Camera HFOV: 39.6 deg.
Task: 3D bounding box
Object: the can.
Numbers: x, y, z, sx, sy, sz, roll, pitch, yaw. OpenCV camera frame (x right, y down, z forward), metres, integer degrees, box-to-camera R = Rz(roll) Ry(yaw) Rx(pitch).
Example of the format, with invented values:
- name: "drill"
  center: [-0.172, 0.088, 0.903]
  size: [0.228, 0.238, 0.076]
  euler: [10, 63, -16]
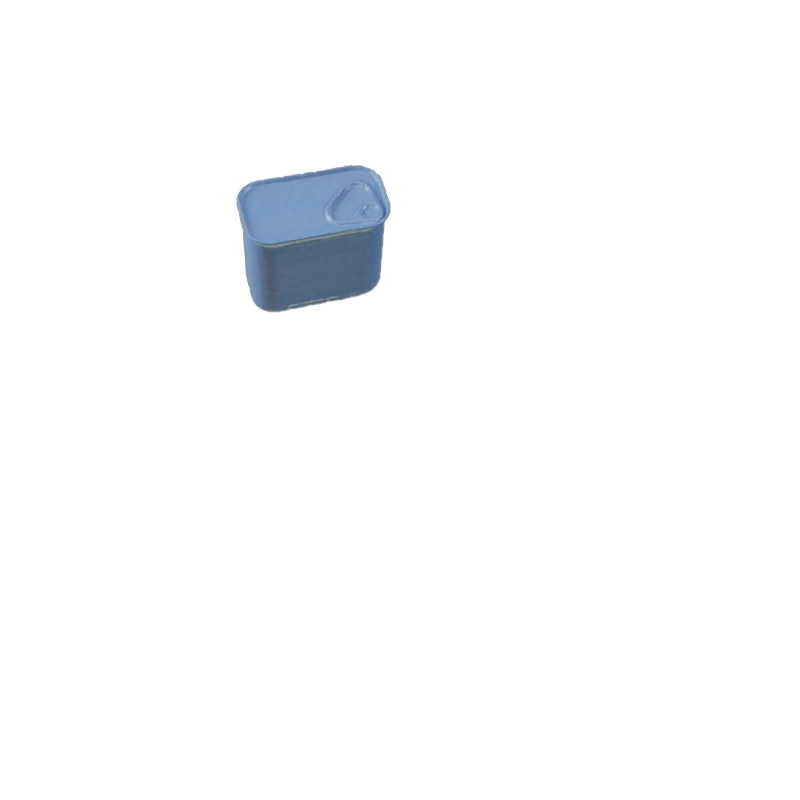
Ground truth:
- name: "can"
  center: [-0.061, -0.111, 0.779]
  size: [0.101, 0.062, 0.078]
  euler: [-11, -34, -9]
